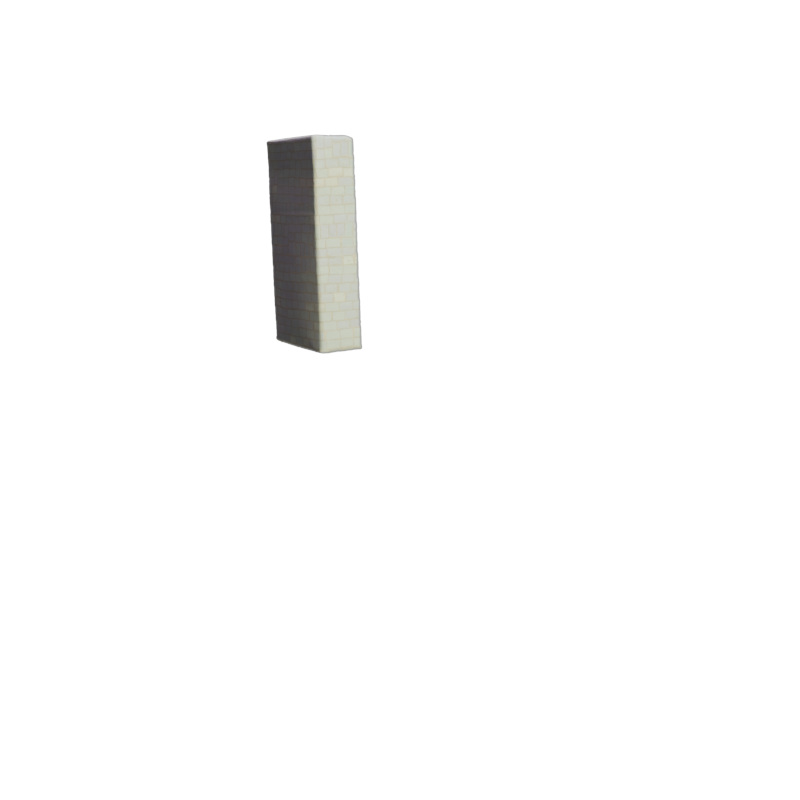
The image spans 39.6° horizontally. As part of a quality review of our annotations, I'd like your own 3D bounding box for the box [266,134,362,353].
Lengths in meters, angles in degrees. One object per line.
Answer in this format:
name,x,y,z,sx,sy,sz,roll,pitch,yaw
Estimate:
box,-0.073,-0.133,0.932,0.046,0.175,0.097,-2,5,-29
